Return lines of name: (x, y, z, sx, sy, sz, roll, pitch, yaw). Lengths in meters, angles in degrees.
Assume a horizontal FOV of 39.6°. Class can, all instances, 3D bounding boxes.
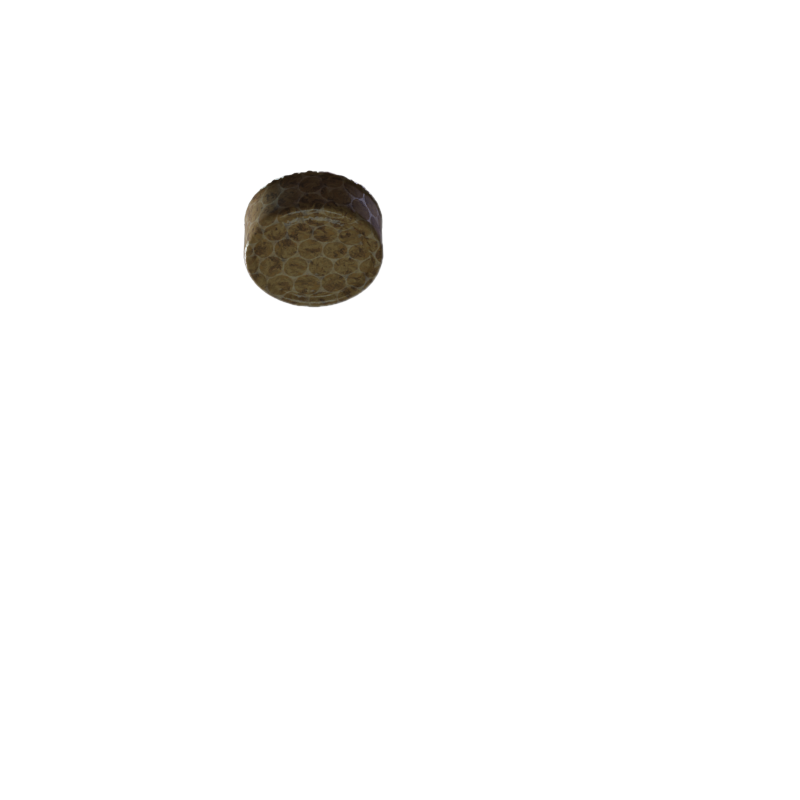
can: (-0.053, -0.096, 0.676, 0.086, 0.036, 0.080, 1, -43, -1)
